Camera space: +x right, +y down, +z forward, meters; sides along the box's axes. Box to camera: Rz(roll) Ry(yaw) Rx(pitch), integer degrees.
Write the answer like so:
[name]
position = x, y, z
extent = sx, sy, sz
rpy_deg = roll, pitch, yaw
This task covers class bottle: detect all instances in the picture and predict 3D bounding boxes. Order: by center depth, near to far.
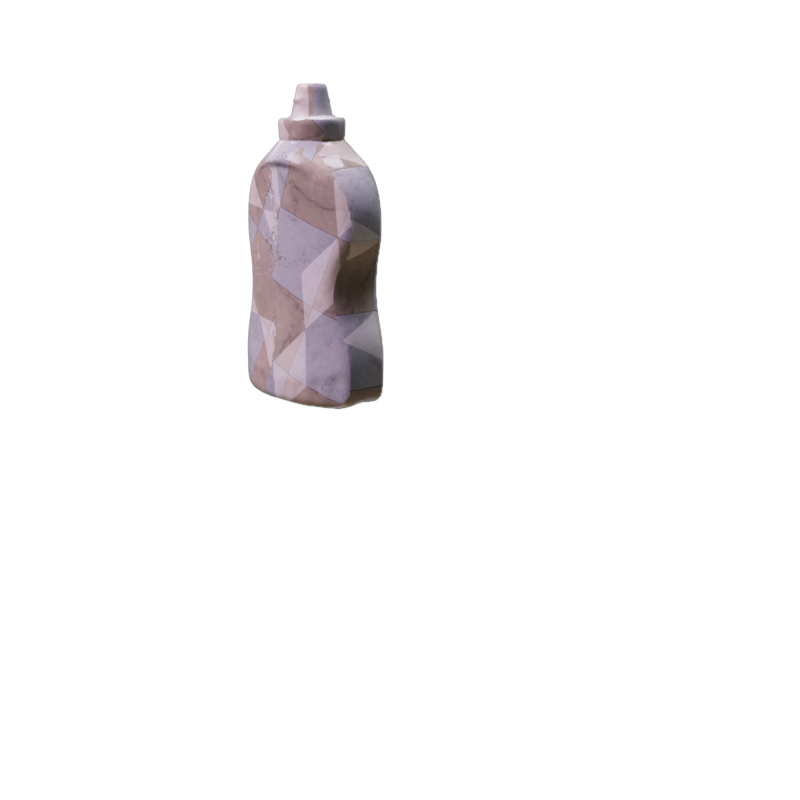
[bottle]
position = -0.054, -0.097, 0.679
extent = 0.056, 0.188, 0.101
rpy_deg = -6, 10, -42
